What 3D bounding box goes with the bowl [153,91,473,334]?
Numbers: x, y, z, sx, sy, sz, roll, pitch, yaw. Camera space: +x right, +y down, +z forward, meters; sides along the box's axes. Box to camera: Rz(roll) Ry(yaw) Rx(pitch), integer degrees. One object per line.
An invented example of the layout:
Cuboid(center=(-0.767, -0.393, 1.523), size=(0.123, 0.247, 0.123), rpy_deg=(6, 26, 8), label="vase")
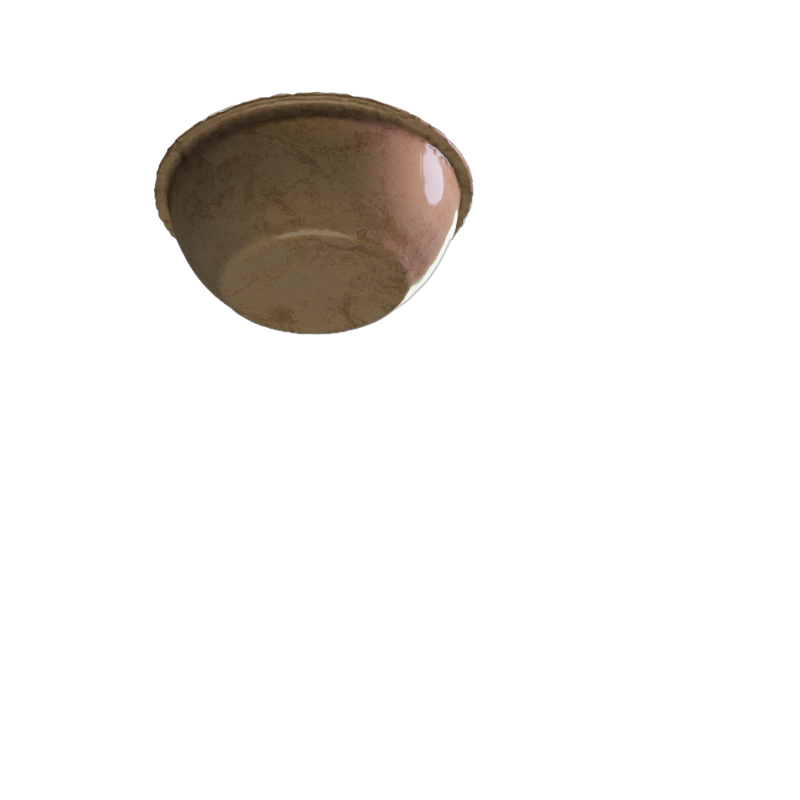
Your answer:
Cuboid(center=(-0.043, -0.078, 0.549), size=(0.162, 0.059, 0.152), rpy_deg=(1, -30, -2), label="bowl")
